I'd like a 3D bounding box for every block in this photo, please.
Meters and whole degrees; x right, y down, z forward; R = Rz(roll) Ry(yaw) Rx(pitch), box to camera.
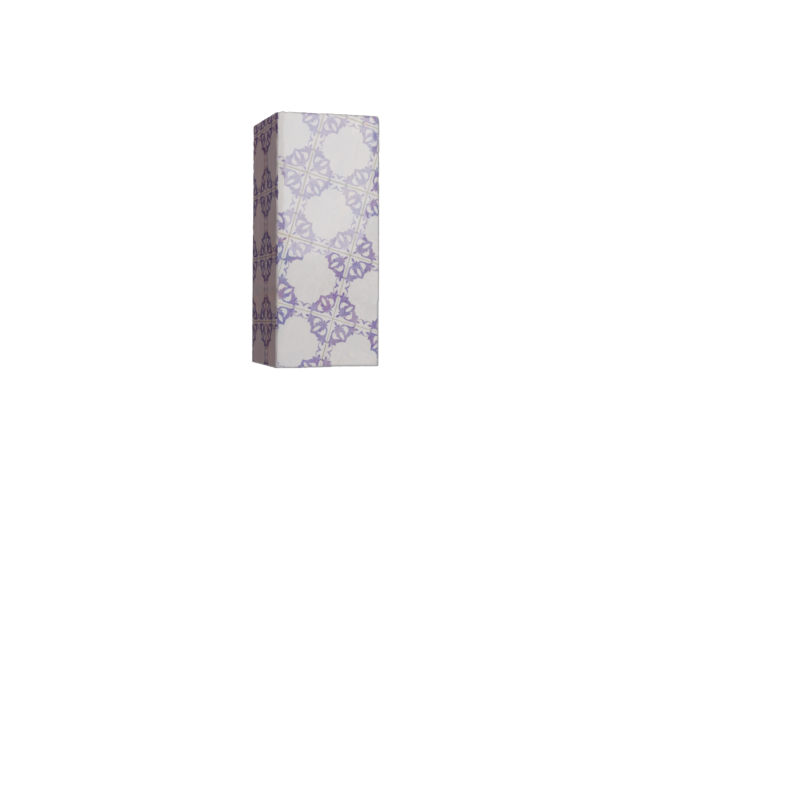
[{"bbox_3d":[-0.073,-0.134,0.937,0.088,0.207,0.092,0,-1,-19],"label":"block"}]
